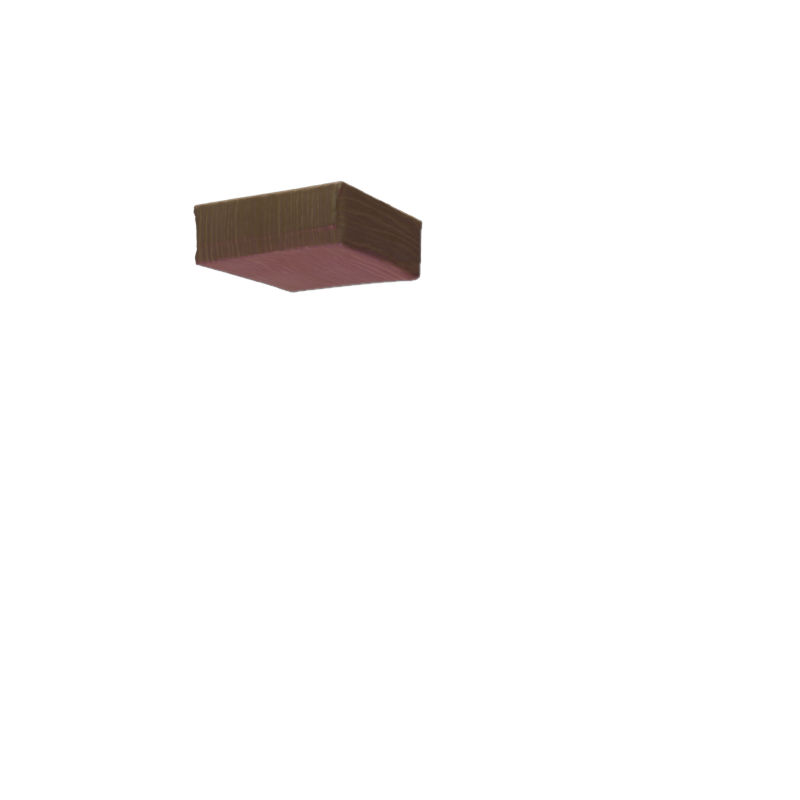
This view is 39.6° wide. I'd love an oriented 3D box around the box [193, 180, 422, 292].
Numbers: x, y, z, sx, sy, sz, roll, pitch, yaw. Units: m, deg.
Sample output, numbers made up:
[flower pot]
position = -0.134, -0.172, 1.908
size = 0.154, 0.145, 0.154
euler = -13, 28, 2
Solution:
[box]
position = -0.048, -0.088, 0.619
size = 0.092, 0.040, 0.108
euler = -3, -7, 25
